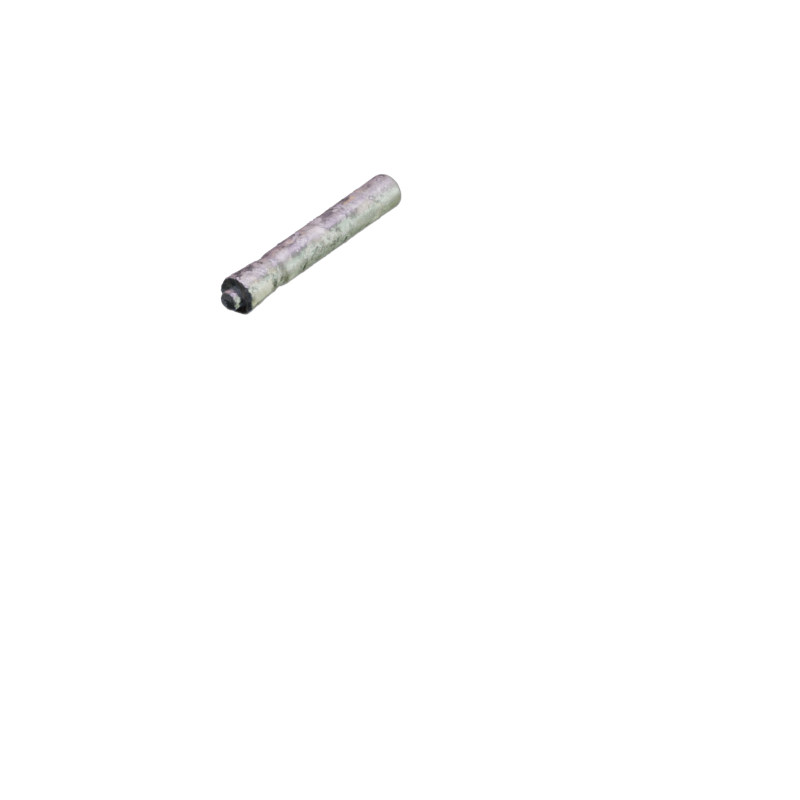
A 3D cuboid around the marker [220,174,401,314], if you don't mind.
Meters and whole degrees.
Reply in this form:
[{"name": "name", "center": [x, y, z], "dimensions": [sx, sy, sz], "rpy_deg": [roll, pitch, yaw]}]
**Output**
[{"name": "marker", "center": [-0.041, -0.075, 0.523], "dimensions": [0.021, 0.019, 0.123], "rpy_deg": [3, 33, 40]}]
